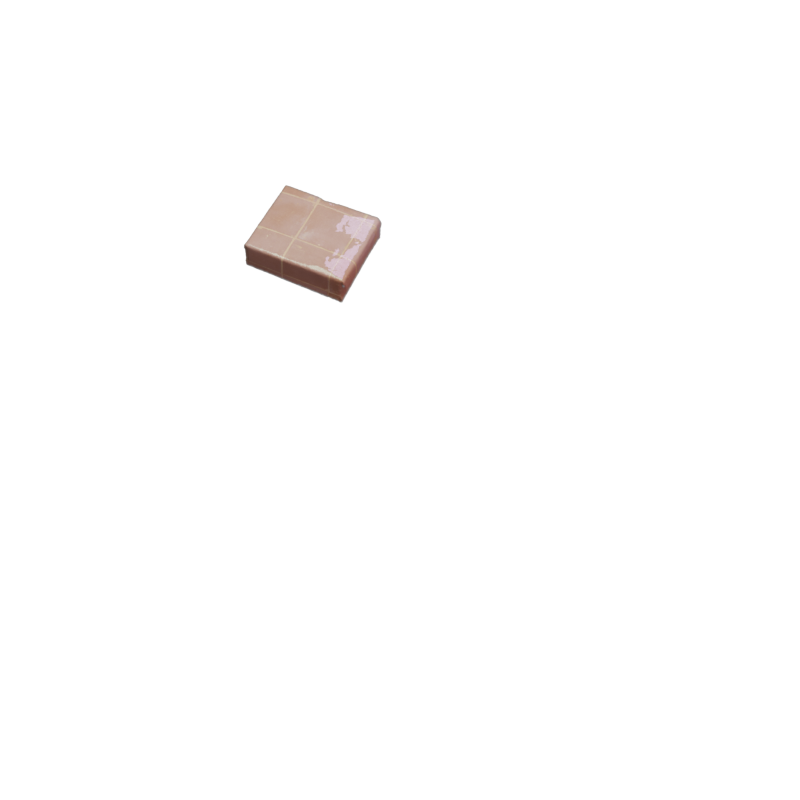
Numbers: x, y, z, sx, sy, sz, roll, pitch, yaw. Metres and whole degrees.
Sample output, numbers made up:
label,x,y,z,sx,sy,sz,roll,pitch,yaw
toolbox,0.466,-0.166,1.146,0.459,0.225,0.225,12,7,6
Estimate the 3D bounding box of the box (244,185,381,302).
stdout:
label,x,y,z,sx,sy,sz,roll,pitch,yaw
box,-0.070,-0.128,0.894,0.092,0.076,0.028,21,-34,14
